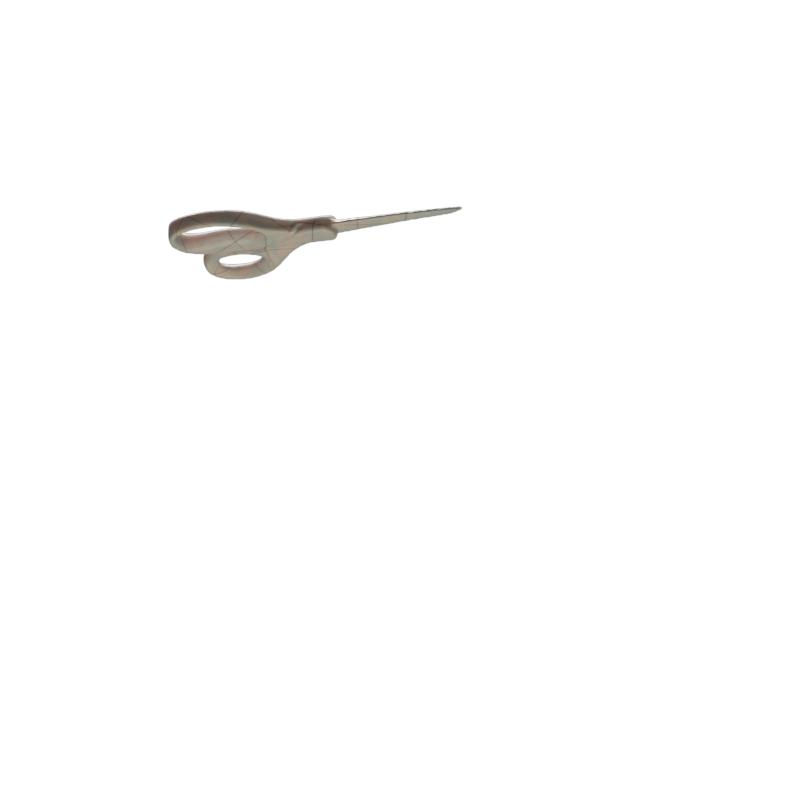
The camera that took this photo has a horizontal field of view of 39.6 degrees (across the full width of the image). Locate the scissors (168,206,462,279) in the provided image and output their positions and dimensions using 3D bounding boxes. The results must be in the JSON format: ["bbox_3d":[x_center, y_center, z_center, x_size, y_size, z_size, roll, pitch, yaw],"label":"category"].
[{"bbox_3d":[-0.061,-0.112,0.784,0.202,0.017,0.091,0,-20,1],"label":"scissors"}]
